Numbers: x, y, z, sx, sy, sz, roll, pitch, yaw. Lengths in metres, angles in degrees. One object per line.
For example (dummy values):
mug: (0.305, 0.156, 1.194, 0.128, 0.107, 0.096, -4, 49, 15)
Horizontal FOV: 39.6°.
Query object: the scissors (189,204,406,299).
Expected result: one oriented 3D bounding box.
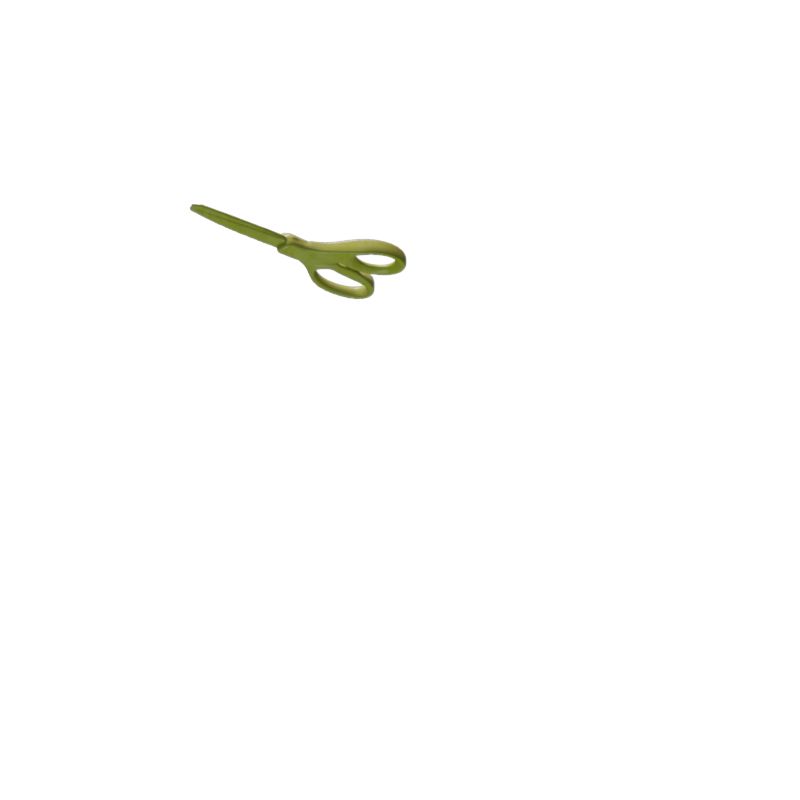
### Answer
scissors: (-0.072, -0.131, 0.916, 0.097, 0.017, 0.188, -15, -28, 31)
